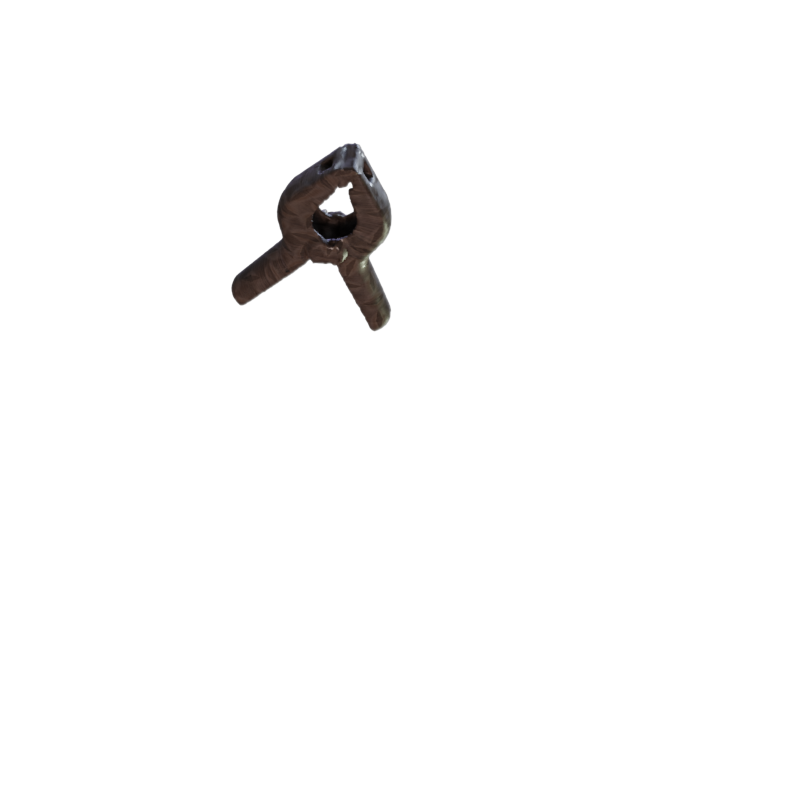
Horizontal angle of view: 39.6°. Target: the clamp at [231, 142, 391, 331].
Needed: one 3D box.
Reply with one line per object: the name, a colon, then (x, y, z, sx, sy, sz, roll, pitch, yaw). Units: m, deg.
clamp: (-0.062, -0.112, 0.787, 0.120, 0.042, 0.160, 2, -41, -3)
